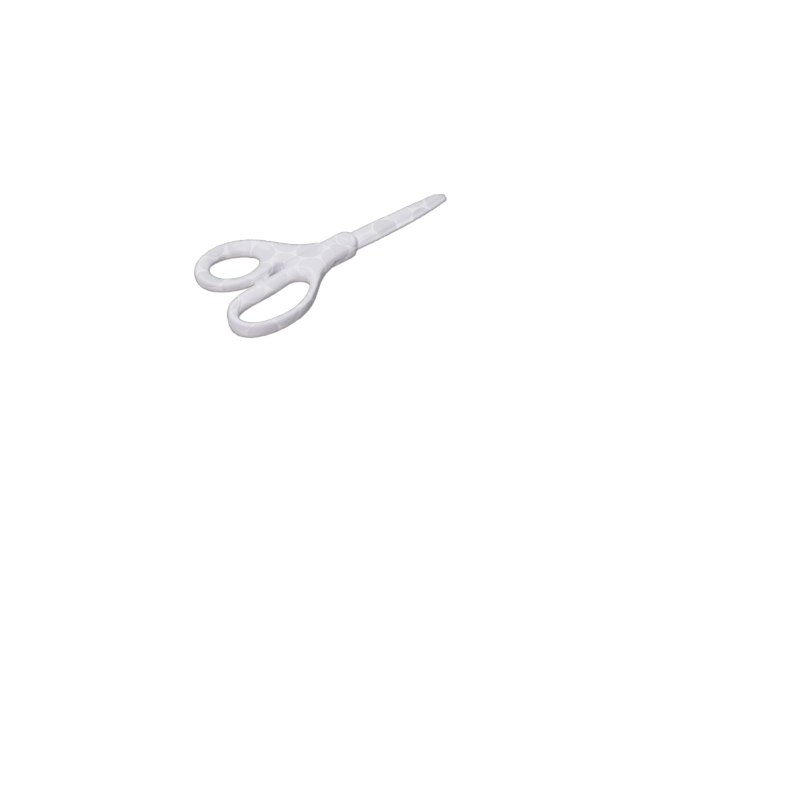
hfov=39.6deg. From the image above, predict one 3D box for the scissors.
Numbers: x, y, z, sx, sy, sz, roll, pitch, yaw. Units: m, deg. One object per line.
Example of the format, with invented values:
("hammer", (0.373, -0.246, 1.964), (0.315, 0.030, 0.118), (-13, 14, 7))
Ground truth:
("scissors", (-0.060, -0.110, 0.771), (0.101, 0.015, 0.206), (24, 48, 24))
